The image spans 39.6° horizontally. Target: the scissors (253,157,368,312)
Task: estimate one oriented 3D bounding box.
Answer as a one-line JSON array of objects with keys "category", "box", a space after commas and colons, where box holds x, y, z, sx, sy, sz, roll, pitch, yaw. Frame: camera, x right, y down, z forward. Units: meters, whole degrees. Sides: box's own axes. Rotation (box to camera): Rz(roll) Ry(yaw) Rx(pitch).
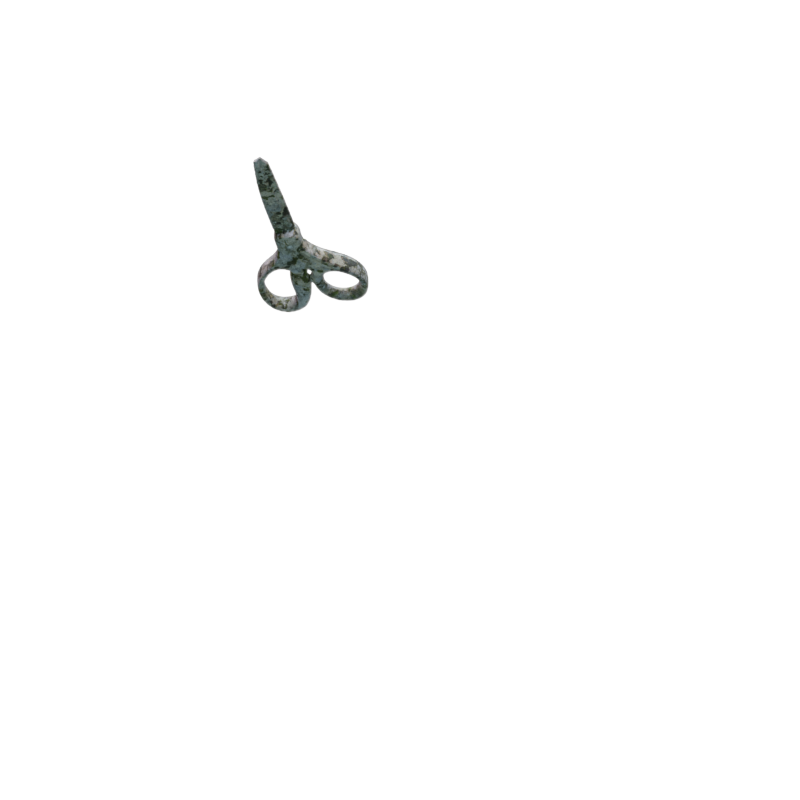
[{"category": "scissors", "box": [-0.064, -0.117, 0.818, 0.095, 0.017, 0.192, 3, -25, -8]}]
